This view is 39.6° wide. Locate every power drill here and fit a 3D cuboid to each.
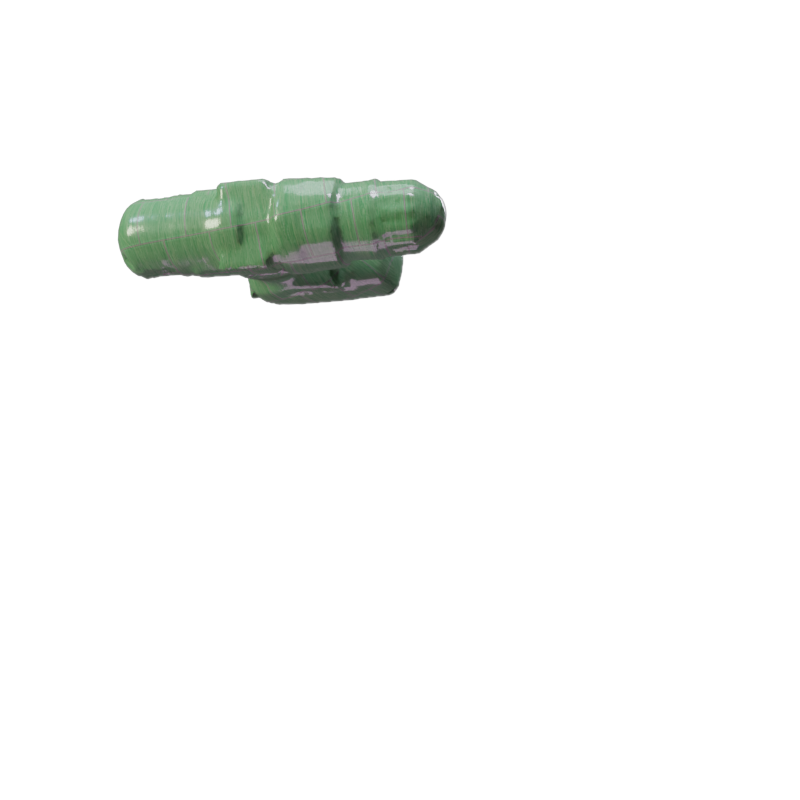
[{"bbox_3d":[-0.053,-0.096,0.672,0.188,0.058,0.182,0,-2,14],"label":"power drill"}]
